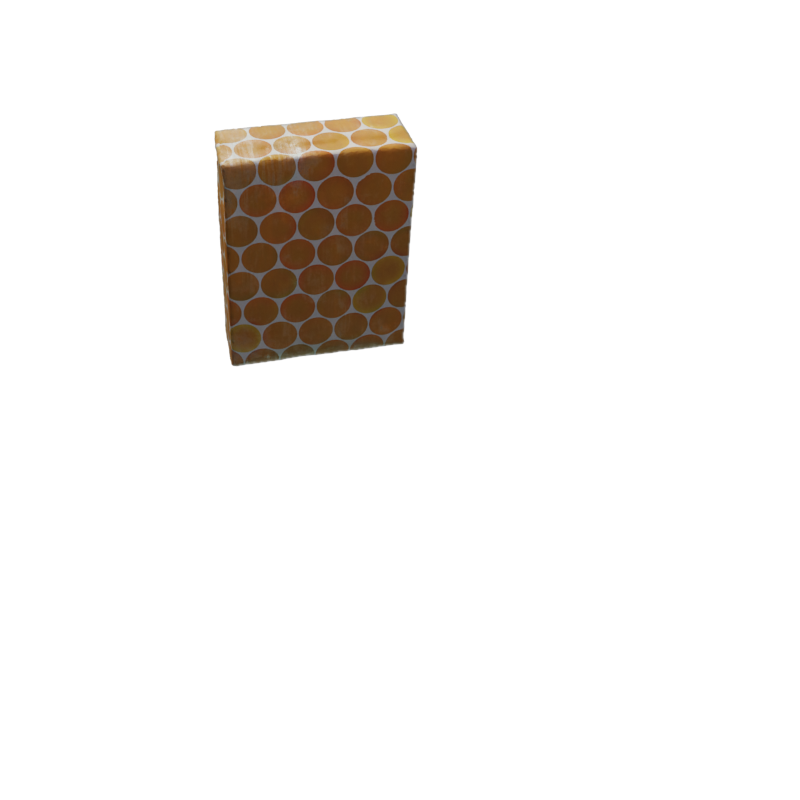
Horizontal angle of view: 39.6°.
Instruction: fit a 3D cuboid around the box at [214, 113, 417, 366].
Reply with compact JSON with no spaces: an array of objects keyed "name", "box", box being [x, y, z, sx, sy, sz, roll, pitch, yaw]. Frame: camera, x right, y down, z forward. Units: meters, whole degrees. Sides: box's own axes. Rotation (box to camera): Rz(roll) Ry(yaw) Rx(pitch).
[{"name":"box","box":[-0.077,-0.140,0.980,0.162,0.200,0.078,-7,38,-11]}]
